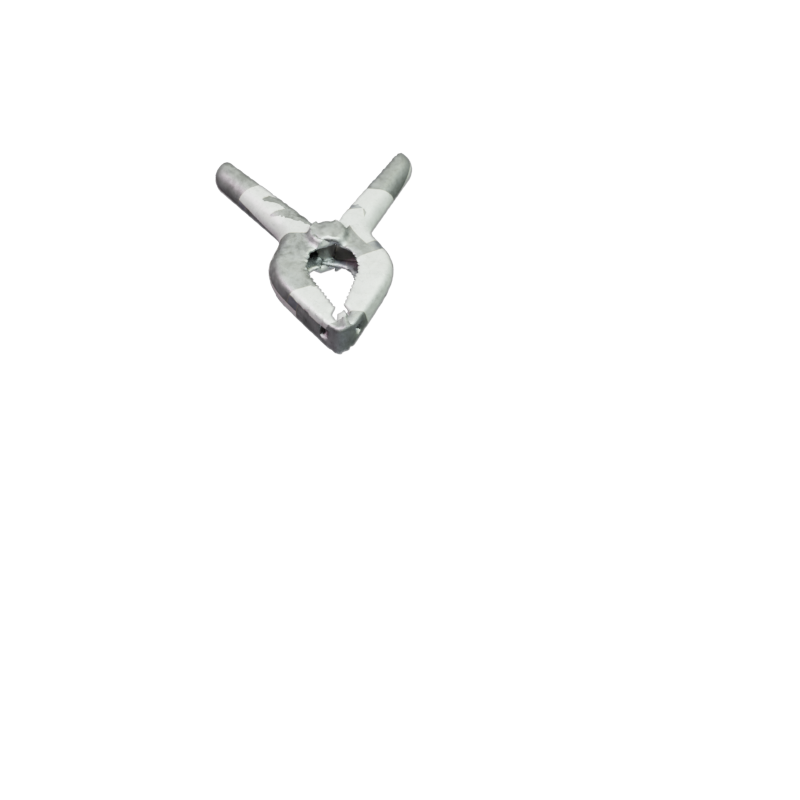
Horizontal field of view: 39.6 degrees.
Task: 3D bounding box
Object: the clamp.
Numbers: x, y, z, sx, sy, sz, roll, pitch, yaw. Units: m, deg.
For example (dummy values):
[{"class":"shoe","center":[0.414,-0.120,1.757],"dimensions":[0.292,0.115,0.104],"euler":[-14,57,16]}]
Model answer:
[{"class":"clamp","center":[-0.068,-0.124,0.870],"dimensions":[0.164,0.226,0.034],"euler":[-1,-43,-1]}]
